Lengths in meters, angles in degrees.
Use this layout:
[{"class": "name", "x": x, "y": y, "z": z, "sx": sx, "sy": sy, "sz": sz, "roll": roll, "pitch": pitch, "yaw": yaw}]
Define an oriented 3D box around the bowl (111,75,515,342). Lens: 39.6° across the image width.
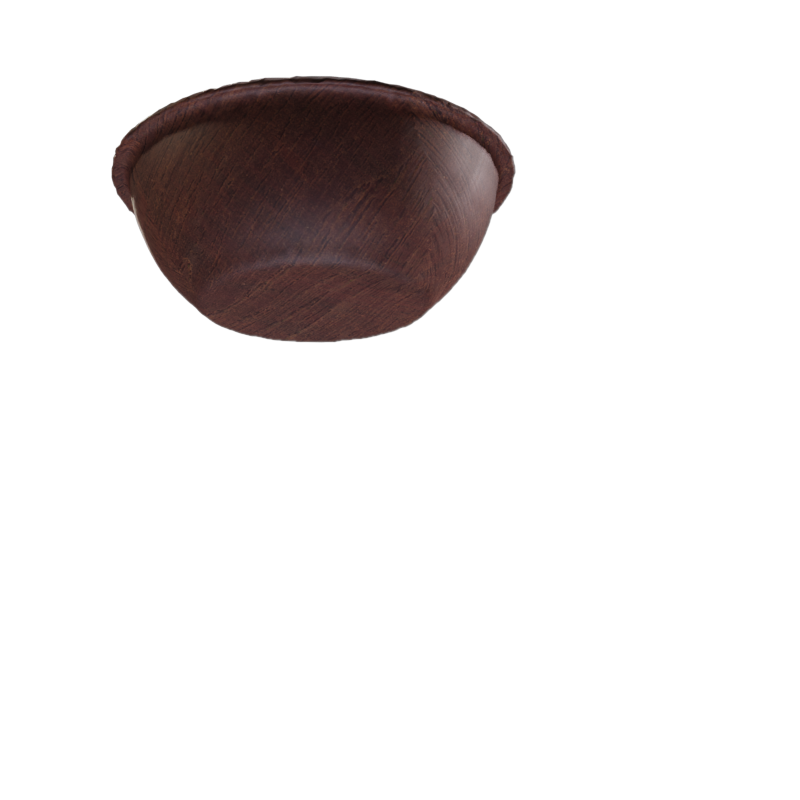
[{"class": "bowl", "x": -0.034, "y": -0.063, "z": 0.439, "sx": 0.162, "sy": 0.058, "sz": 0.155, "roll": 0, "pitch": -17, "yaw": -2}]
